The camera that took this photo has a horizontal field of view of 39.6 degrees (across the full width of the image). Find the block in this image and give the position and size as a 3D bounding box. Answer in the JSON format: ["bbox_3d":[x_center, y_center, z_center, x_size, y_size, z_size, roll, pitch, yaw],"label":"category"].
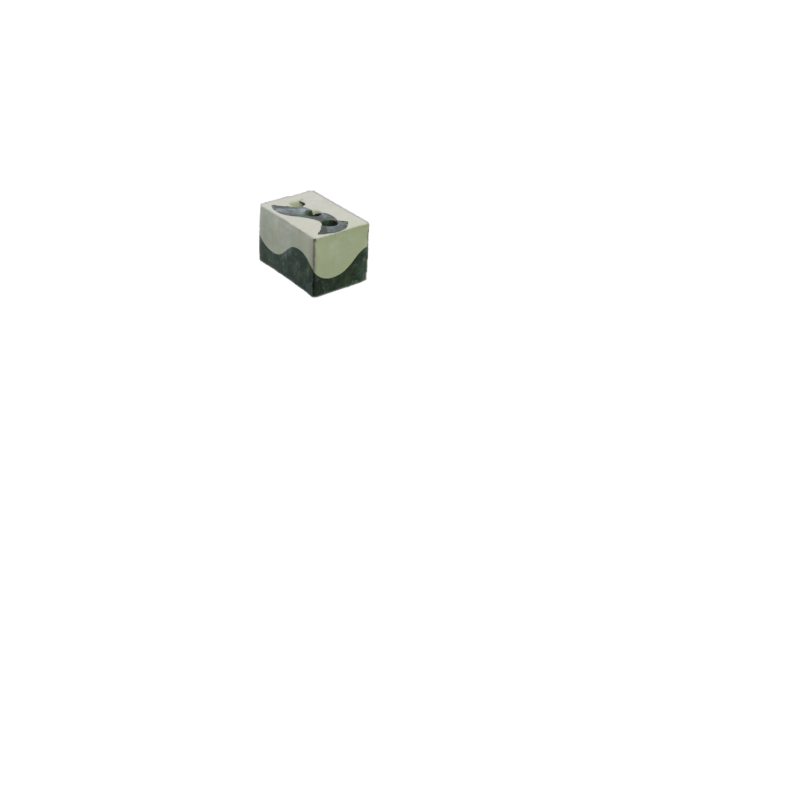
[{"bbox_3d":[-0.067,-0.122,0.856,0.052,0.048,0.084,-20,37,-32],"label":"block"}]
